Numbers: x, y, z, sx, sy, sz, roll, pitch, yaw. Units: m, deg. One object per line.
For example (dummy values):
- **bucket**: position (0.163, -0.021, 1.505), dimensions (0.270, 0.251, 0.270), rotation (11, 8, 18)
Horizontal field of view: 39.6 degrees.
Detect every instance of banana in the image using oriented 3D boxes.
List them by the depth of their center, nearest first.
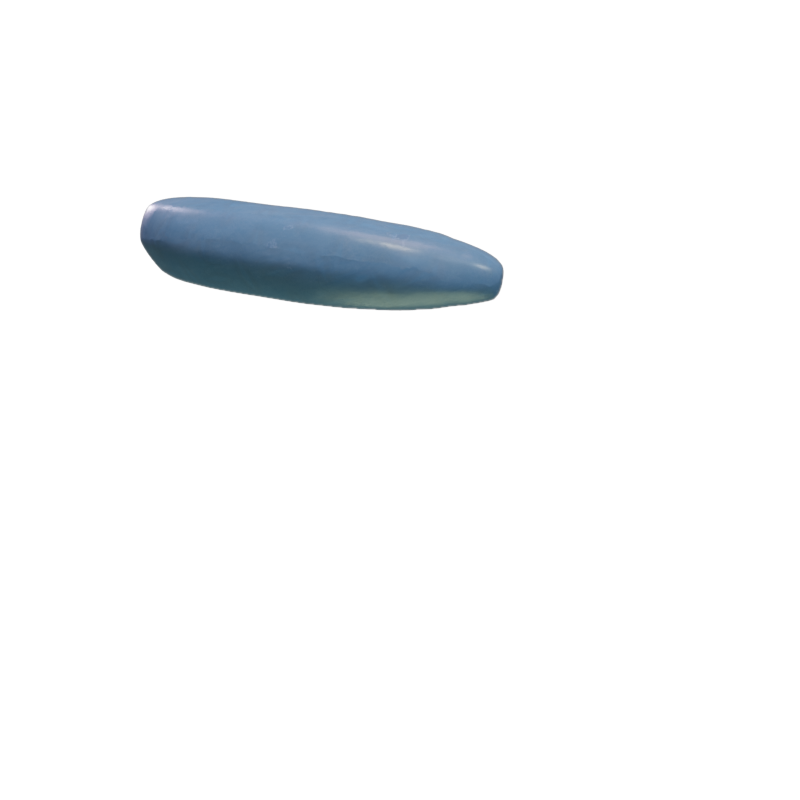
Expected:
- **banana**: position (-0.052, -0.064, 0.459), dimensions (0.068, 0.036, 0.209), rotation (-13, 20, -41)
